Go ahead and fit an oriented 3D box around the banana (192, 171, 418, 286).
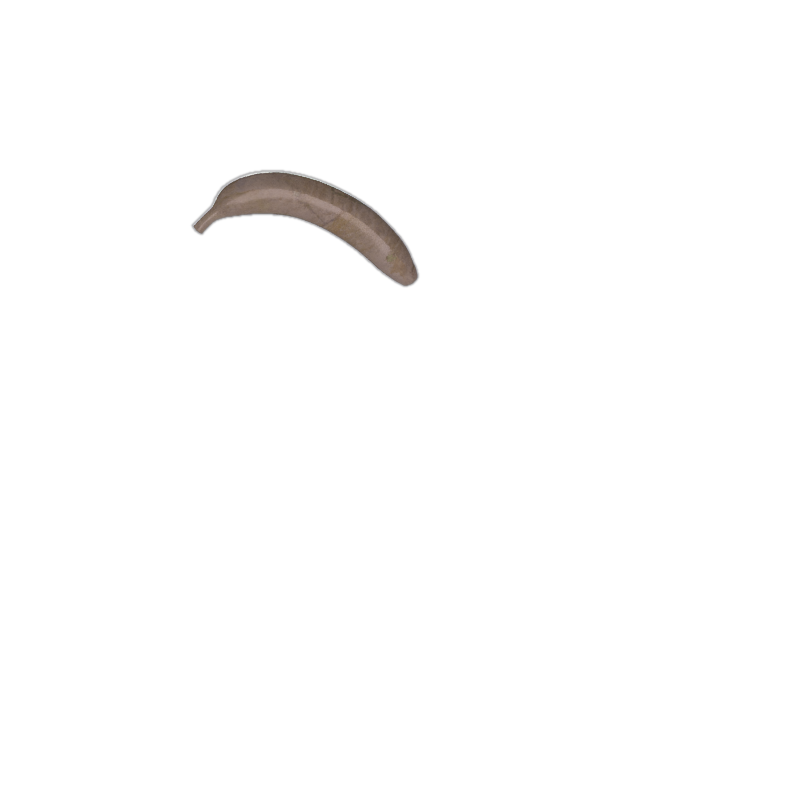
[{"bbox_3d":[-0.073,-0.154,0.948,0.196,0.068,0.038,14,15,-4],"label":"banana"}]
